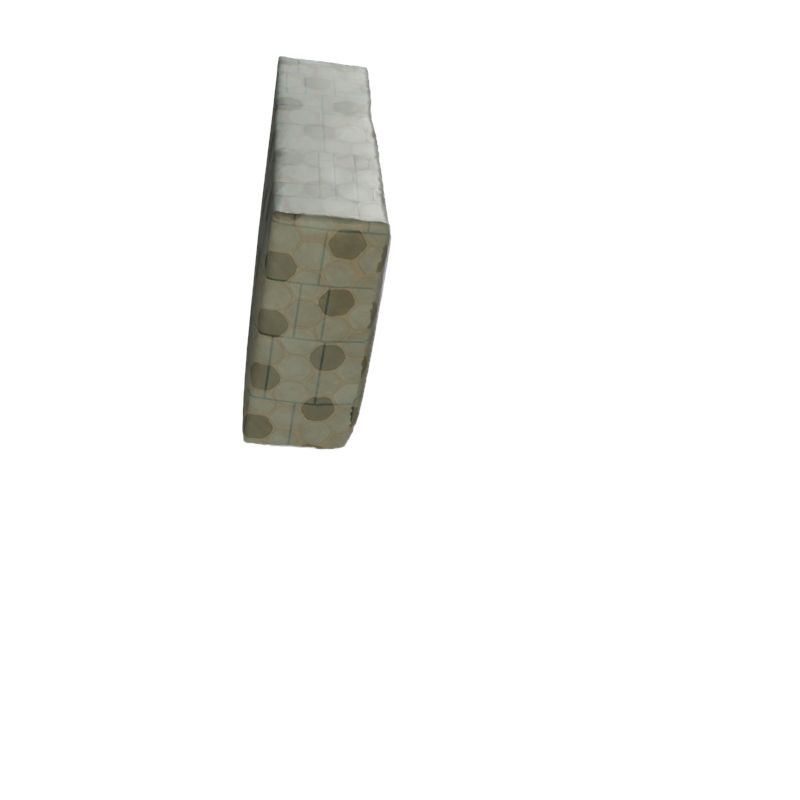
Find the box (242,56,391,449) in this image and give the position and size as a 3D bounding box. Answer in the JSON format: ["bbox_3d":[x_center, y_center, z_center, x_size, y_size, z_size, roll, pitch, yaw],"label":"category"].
[{"bbox_3d":[-0.055,-0.101,0.707,0.071,0.155,0.229,6,36,-8],"label":"box"}]
